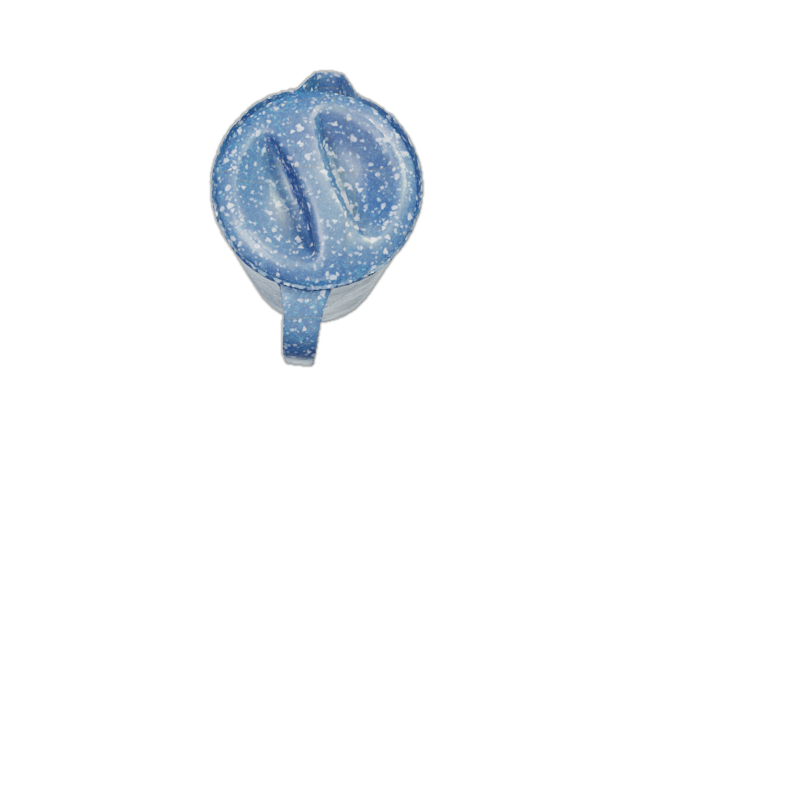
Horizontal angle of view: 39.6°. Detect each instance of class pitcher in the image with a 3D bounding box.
[{"bbox_3d":[-0.063,-0.115,0.803,0.150,0.148,0.238,-40,-3,-7],"label":"pitcher"}]
